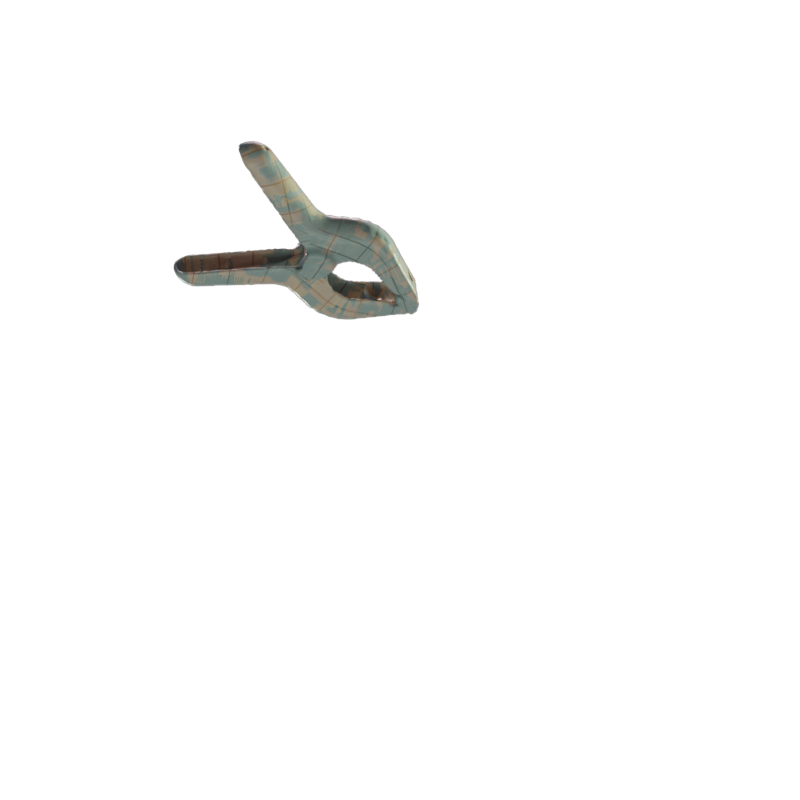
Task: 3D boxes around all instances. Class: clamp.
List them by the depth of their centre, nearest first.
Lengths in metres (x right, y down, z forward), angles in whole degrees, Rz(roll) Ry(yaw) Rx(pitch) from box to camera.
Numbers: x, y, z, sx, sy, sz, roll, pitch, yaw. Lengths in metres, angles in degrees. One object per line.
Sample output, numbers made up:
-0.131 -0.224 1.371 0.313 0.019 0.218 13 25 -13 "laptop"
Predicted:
-0.060 -0.109 0.762 0.167 0.042 0.115 14 -48 -13 "clamp"
